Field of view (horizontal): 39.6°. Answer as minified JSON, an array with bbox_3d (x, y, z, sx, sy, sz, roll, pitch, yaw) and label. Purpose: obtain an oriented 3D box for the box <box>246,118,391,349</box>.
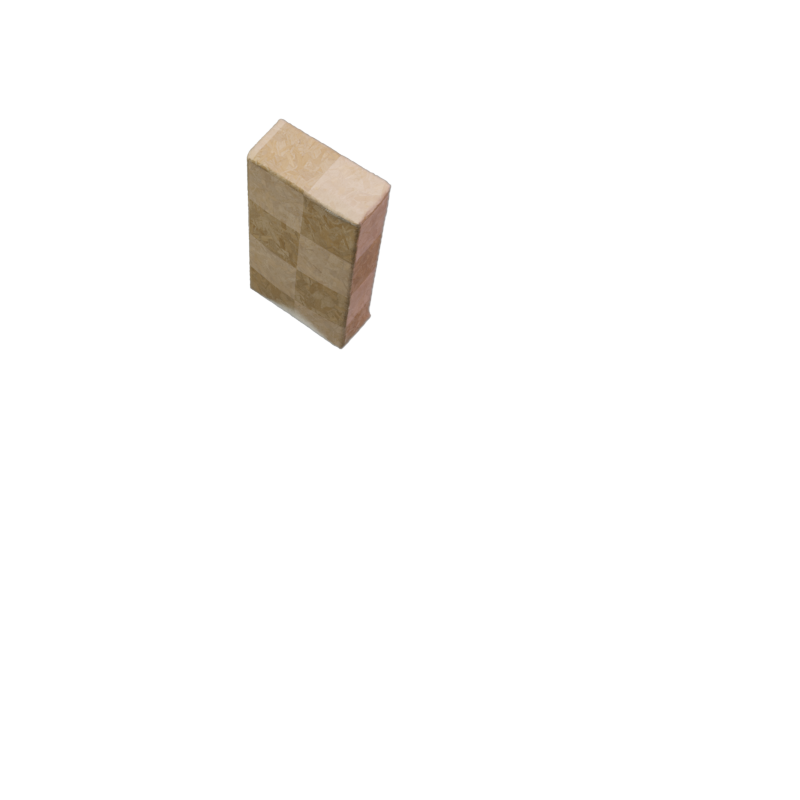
[{"bbox_3d":[-0.062,-0.112,0.786,0.097,0.049,0.166,35,-22,12],"label":"box"}]
